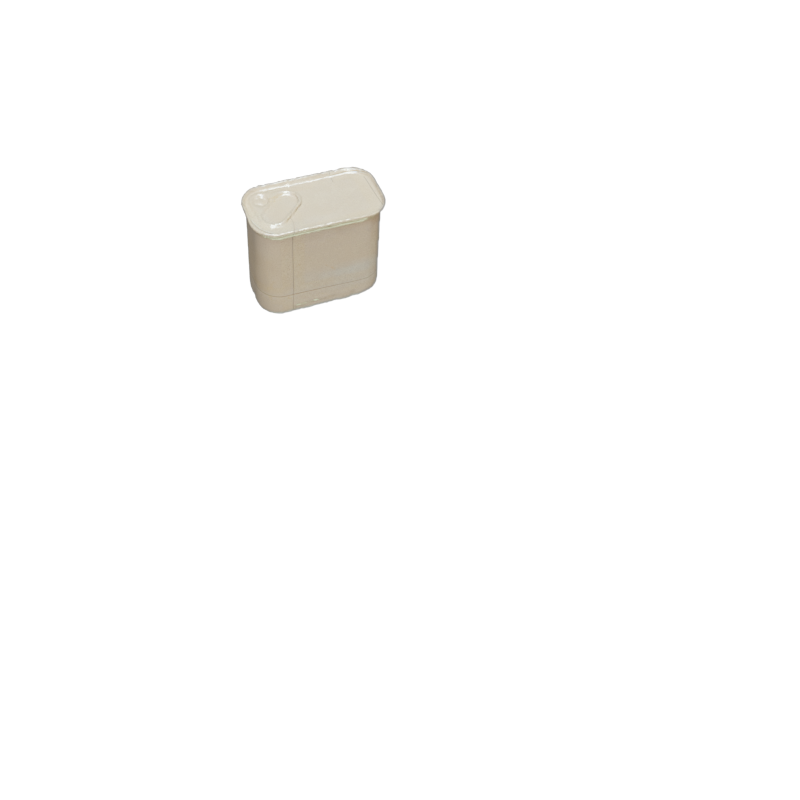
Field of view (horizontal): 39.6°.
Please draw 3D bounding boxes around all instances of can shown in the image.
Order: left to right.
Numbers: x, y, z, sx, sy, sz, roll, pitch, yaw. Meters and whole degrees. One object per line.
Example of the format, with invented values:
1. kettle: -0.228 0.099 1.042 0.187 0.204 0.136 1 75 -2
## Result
1. can: -0.065 -0.118 0.829 0.101 0.062 0.078 -14 -41 -14
